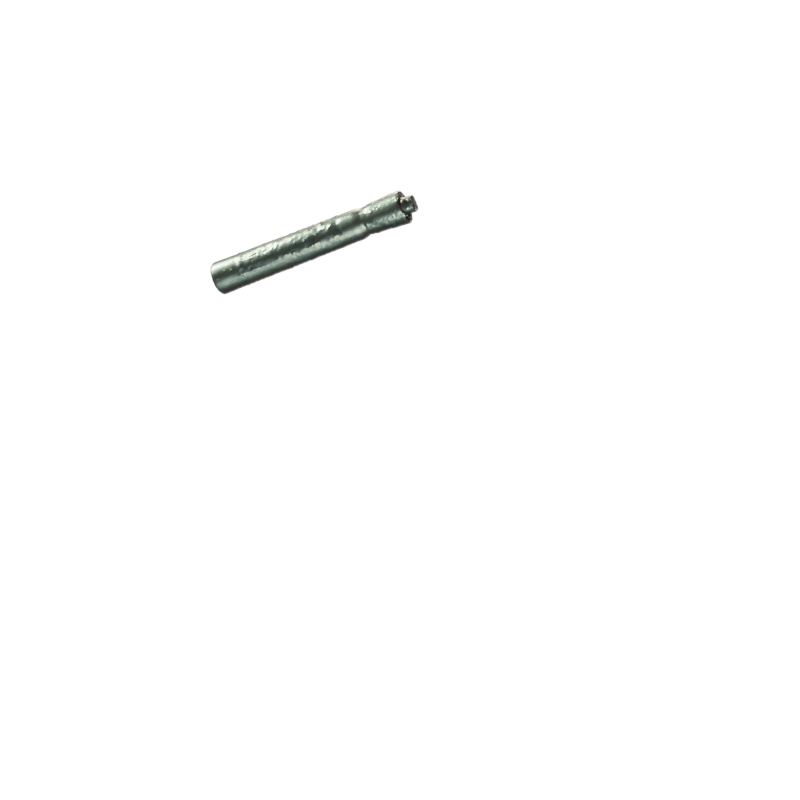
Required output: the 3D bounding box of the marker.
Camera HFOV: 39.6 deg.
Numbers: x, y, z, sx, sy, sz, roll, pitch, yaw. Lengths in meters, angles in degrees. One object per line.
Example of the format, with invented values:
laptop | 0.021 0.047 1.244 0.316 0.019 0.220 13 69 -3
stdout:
marker | -0.047 -0.086 0.601 0.122 0.020 0.019 -18 -2 20
